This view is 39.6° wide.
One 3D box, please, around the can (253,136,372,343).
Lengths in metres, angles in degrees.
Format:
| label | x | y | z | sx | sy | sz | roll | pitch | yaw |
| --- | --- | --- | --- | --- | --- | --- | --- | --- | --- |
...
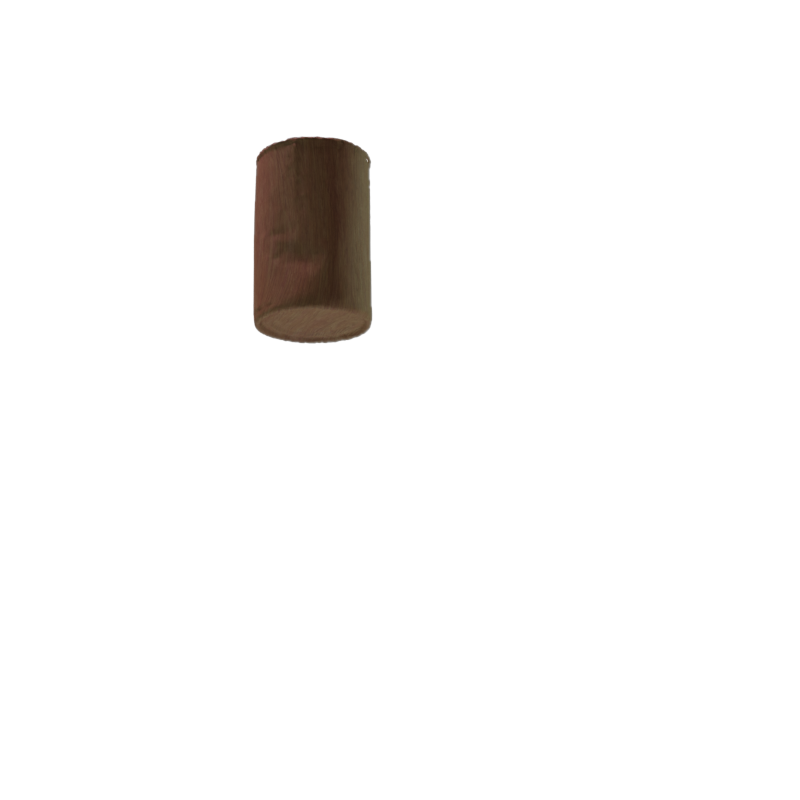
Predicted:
| label | x | y | z | sx | sy | sz | roll | pitch | yaw |
| --- | --- | --- | --- | --- | --- | --- | --- | --- | --- |
| can | -0.050 | -0.091 | 0.634 | 0.068 | 0.107 | 0.065 | 0 | -19 | -2 |
